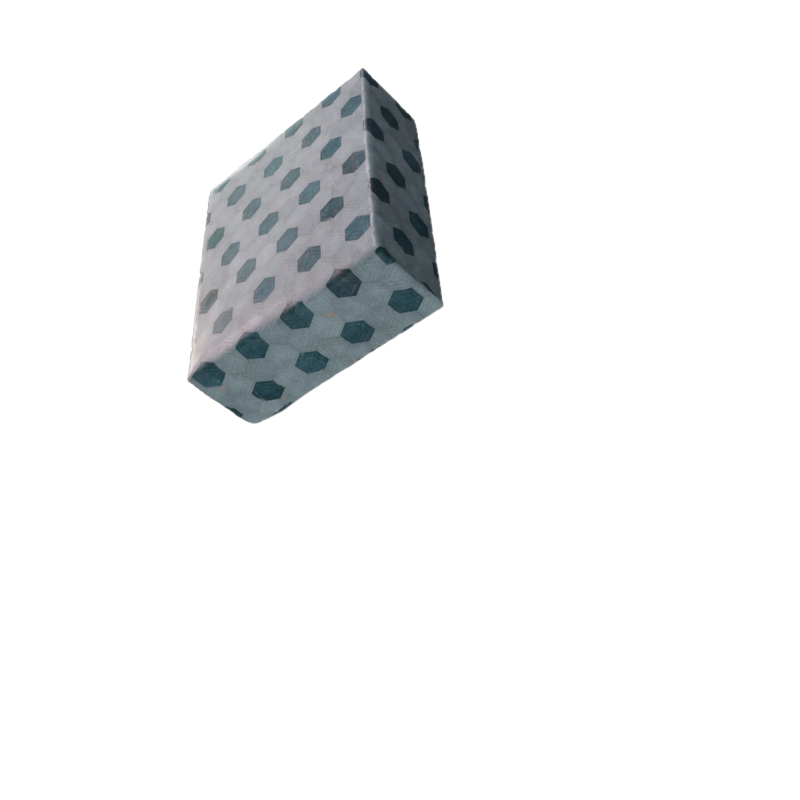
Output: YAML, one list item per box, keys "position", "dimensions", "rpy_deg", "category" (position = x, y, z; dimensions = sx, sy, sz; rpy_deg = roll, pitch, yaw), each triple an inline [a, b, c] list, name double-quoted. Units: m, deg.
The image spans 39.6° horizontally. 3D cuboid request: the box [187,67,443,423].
- position: [-0.060, -0.110, 0.770]
  dimensions: [0.163, 0.229, 0.067]
  rpy_deg: [-33, -54, 24]
  category: "box"
